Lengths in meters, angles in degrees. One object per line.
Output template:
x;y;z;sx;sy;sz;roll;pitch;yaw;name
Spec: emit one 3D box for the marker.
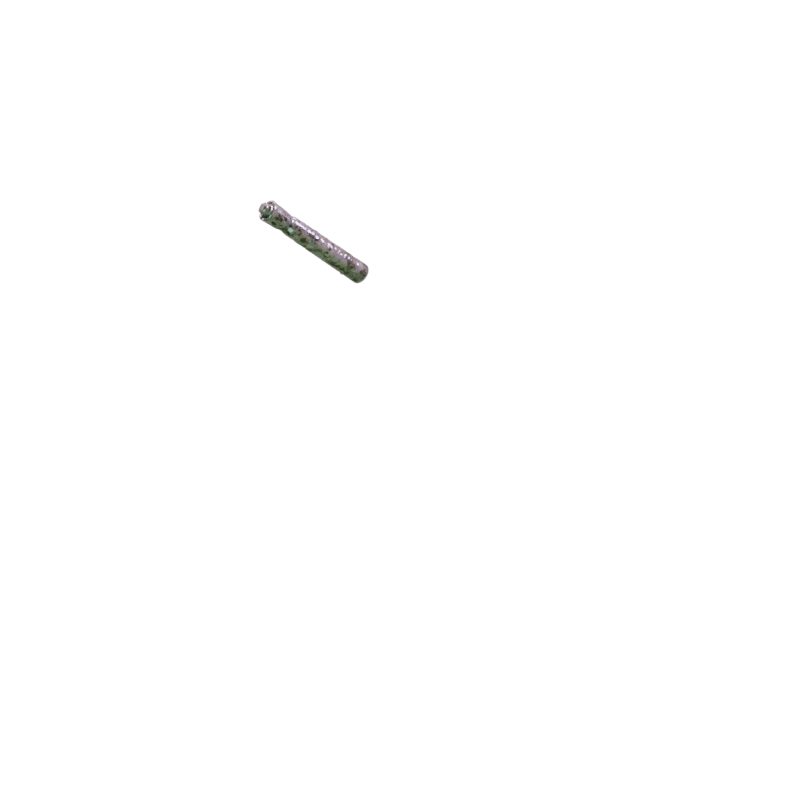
-0.073;-0.134;0.938;0.113;0.020;0.021;31;-17;-36;marker
